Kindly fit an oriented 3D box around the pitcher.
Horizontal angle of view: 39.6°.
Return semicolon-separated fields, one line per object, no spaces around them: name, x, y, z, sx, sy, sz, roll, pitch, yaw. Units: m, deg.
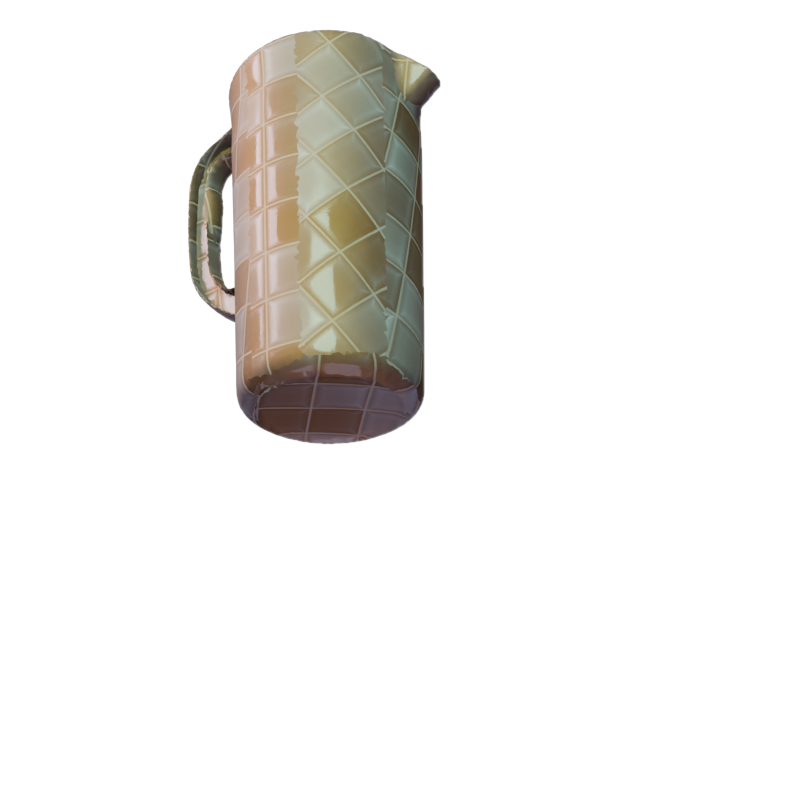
pitcher;-0.055;-0.100;0.701;0.141;0.259;0.143;8;-33;-16
